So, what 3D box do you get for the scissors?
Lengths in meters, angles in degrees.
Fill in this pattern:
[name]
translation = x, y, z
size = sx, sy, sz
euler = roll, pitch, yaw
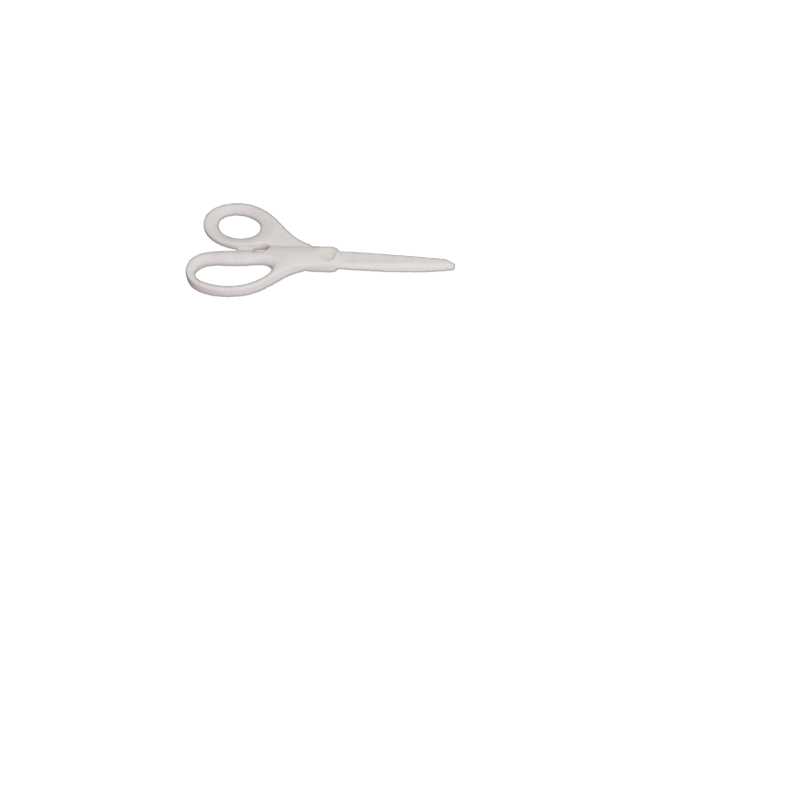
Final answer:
[scissors]
translation = -0.067, -0.123, 0.859
size = 0.200, 0.104, 0.015
euler = -10, -36, -7
